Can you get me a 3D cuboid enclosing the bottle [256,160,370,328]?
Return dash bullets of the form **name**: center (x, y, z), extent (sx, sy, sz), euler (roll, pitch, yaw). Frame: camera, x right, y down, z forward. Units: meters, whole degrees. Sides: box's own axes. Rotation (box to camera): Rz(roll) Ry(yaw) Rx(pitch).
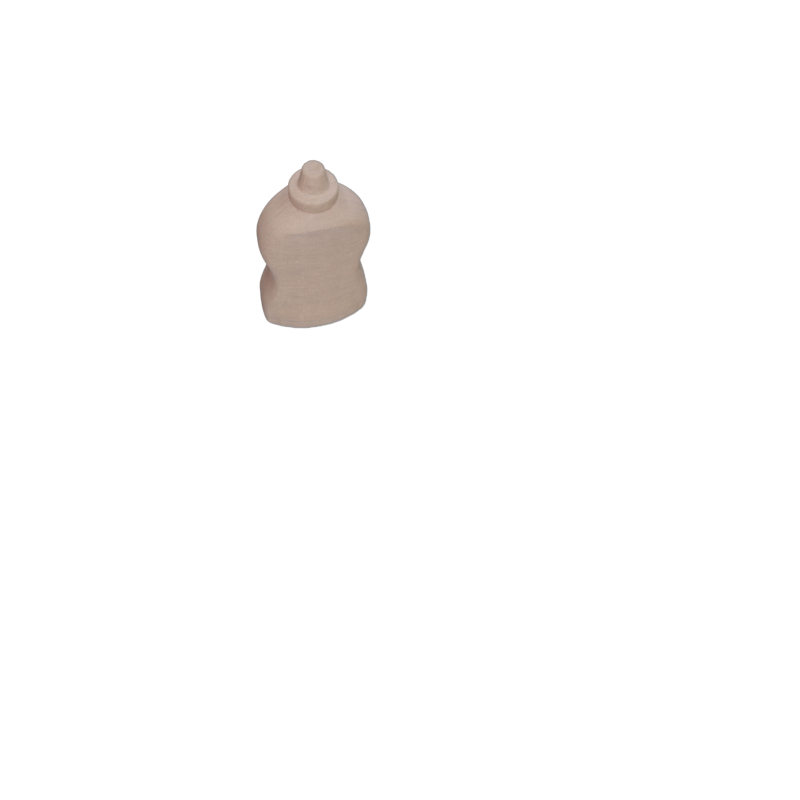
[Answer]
- **bottle**: center (-0.074, -0.136, 0.948), extent (0.095, 0.063, 0.180), euler (-7, -31, -8)
